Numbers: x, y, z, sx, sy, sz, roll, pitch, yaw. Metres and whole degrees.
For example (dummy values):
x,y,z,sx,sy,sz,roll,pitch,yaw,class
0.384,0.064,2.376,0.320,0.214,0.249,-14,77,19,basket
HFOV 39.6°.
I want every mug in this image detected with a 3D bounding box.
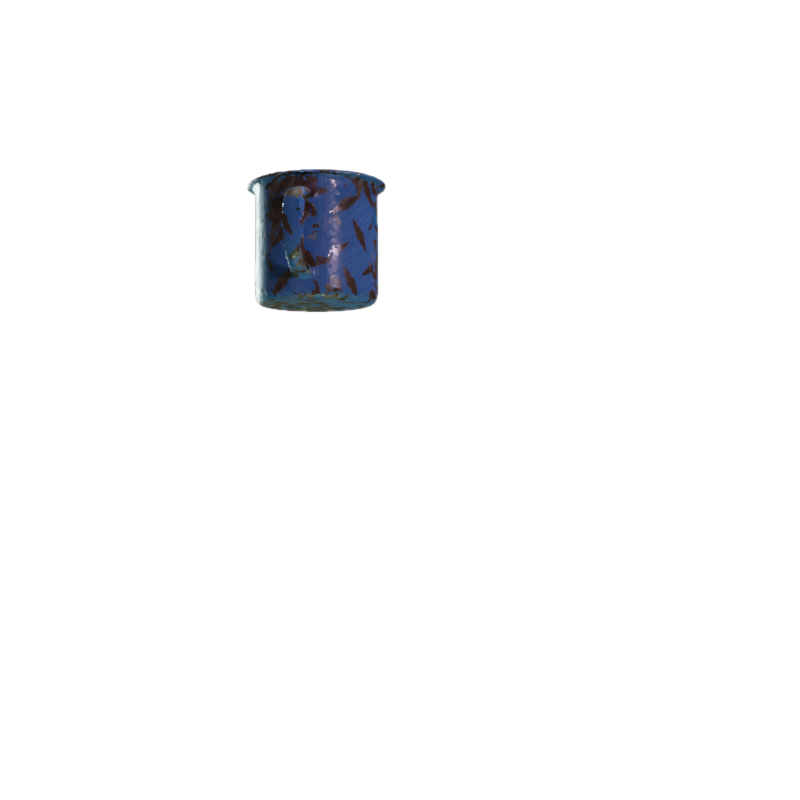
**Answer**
x,y,z,sx,sy,sz,roll,pitch,yaw,class
-0.057,-0.104,0.726,0.094,0.083,0.114,-1,-6,7,mug
